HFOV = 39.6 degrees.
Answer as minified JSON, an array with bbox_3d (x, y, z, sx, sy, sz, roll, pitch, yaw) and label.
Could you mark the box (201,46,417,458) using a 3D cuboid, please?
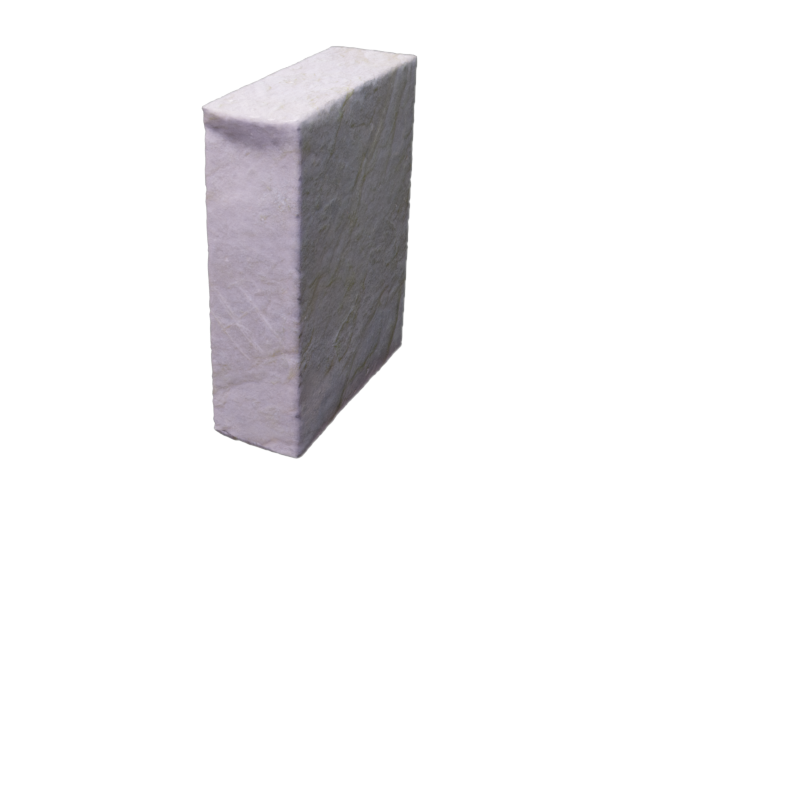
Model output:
[{"bbox_3d":[-0.055,-0.100,0.697,0.074,0.203,0.167,12,28,20],"label":"box"}]
